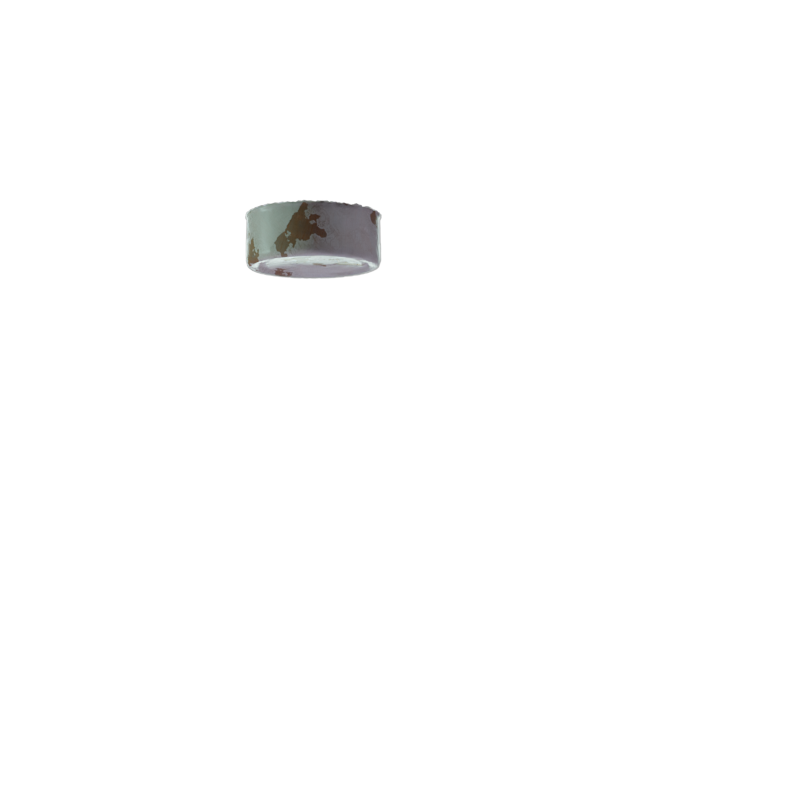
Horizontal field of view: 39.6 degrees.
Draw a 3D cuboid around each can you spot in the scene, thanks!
[{"bbox_3d":[-0.054,-0.099,0.694,0.086,0.034,0.084,0,-5,-2],"label":"can"}]
